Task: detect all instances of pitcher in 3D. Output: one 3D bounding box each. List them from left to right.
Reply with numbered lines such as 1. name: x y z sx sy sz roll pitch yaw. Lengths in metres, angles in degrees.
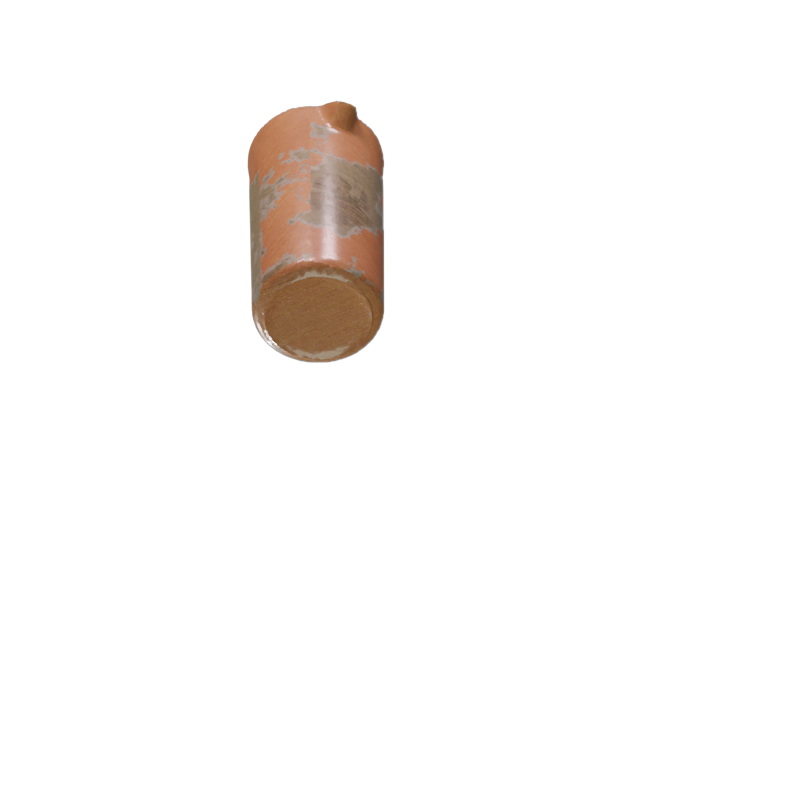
1. pitcher: -0.078 -0.142 0.995 0.146 0.138 0.261 -19 39 12
